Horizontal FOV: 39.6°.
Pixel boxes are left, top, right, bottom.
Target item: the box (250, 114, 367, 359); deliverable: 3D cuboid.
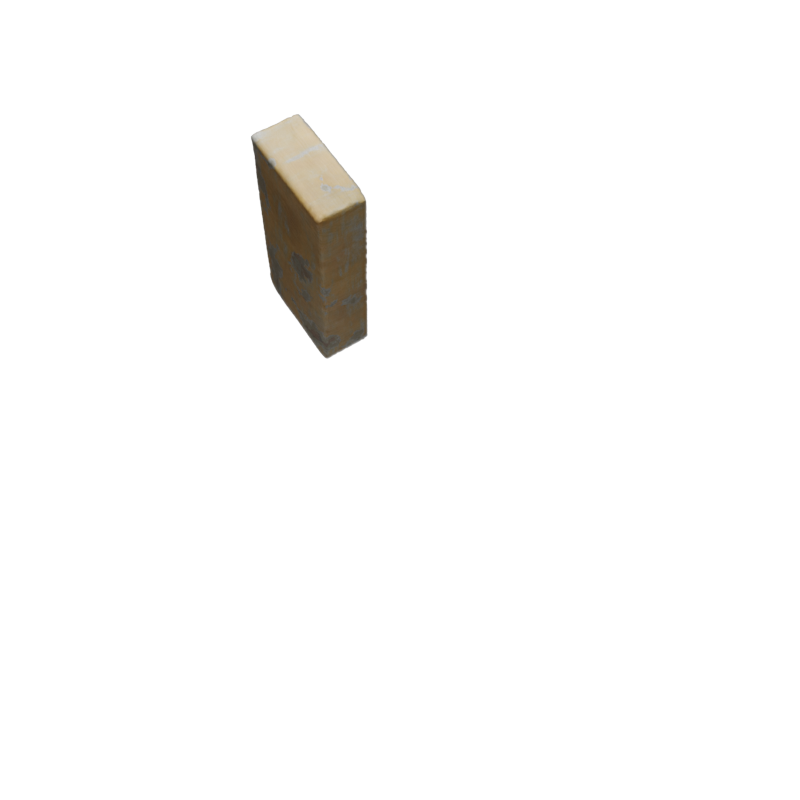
[{"bbox_3d":[-0.063,-0.116,0.810,0.048,0.100,0.165,-26,-27,-18],"label":"box"}]
